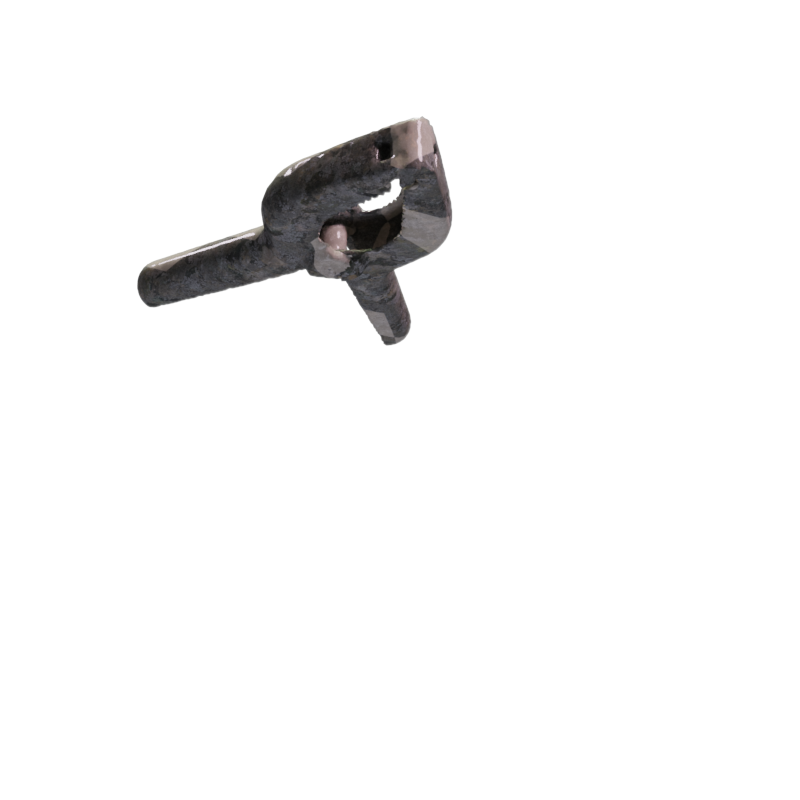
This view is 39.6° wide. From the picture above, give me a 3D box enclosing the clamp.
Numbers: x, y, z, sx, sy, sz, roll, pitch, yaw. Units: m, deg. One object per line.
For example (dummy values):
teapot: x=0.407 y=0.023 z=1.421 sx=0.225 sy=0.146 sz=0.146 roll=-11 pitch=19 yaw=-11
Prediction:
clamp: x=-0.045 y=-0.082 z=0.571 sx=0.161 sy=0.038 sz=0.204 roll=6 pitch=-21 yaw=-16
